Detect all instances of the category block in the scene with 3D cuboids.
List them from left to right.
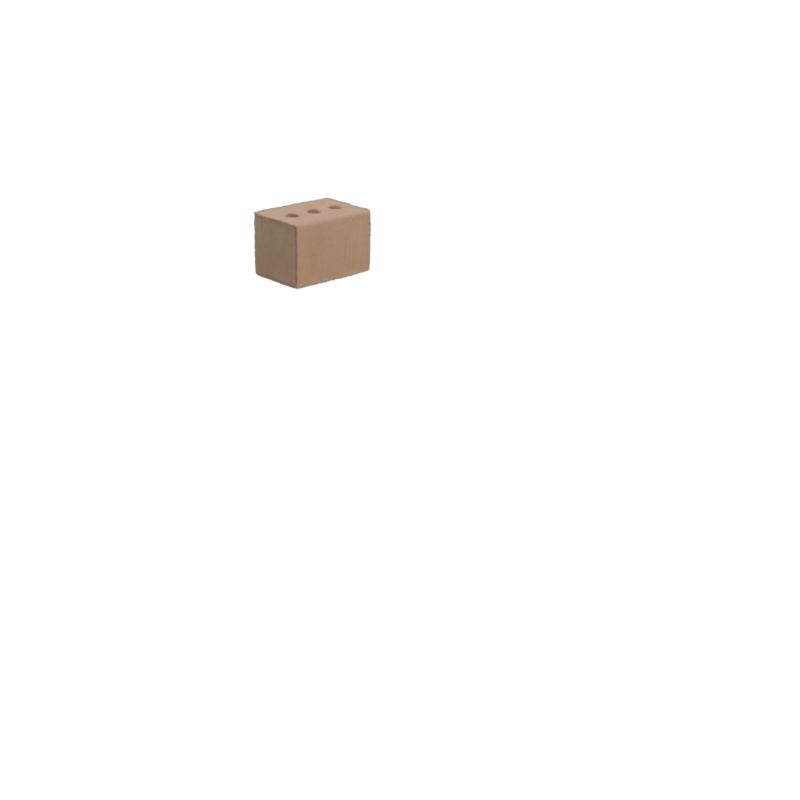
[{"bbox_3d":[-0.067,-0.123,0.859,0.076,0.049,0.056,-18,27,-40],"label":"block"}]
